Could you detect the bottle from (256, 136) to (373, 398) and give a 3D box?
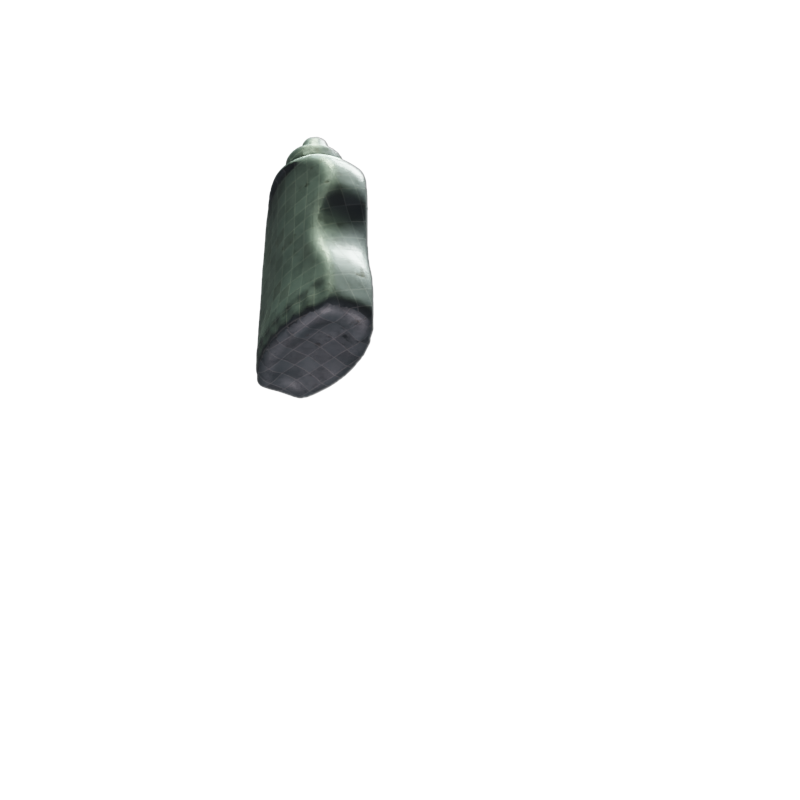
[{"bbox_3d":[-0.056,-0.103,0.725,0.056,0.206,0.093,18,-44,-23],"label":"bottle"}]
